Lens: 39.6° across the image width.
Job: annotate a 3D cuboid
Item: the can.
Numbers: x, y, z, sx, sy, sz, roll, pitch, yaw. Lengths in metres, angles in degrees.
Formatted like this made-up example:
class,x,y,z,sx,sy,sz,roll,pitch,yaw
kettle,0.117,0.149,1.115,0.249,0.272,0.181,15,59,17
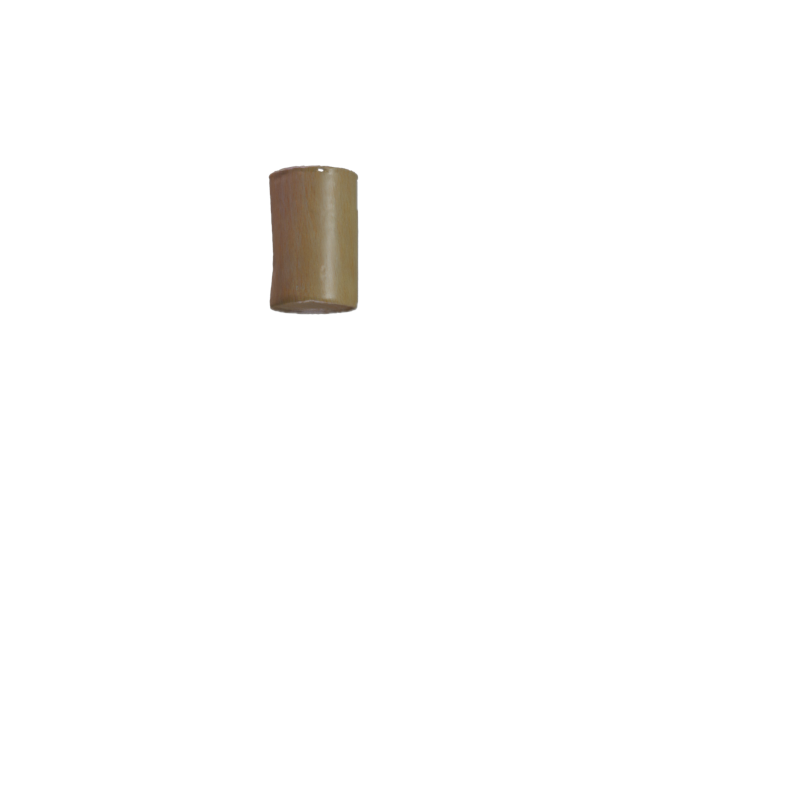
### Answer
class,x,y,z,sx,sy,sz,roll,pitch,yaw
can,-0.065,-0.119,0.832,0.068,0.105,0.067,0,-8,-2
